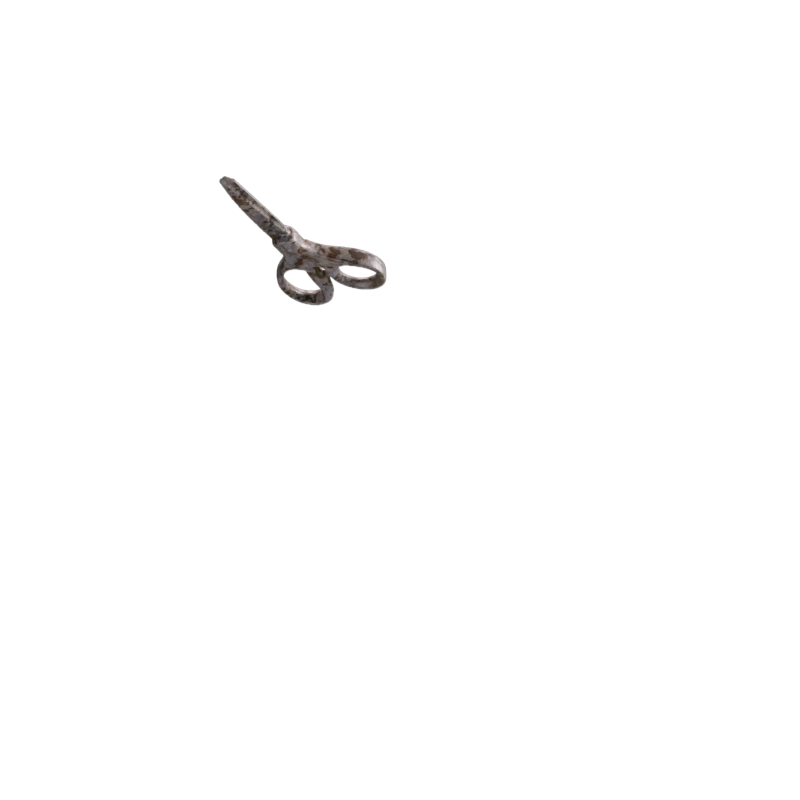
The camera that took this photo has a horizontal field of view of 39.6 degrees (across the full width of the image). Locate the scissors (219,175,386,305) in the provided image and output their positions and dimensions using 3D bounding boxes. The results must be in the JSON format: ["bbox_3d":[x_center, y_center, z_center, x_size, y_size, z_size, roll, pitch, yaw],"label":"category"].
[{"bbox_3d":[-0.064,-0.117,0.822,0.097,0.017,0.190,-2,-20,6],"label":"scissors"}]
